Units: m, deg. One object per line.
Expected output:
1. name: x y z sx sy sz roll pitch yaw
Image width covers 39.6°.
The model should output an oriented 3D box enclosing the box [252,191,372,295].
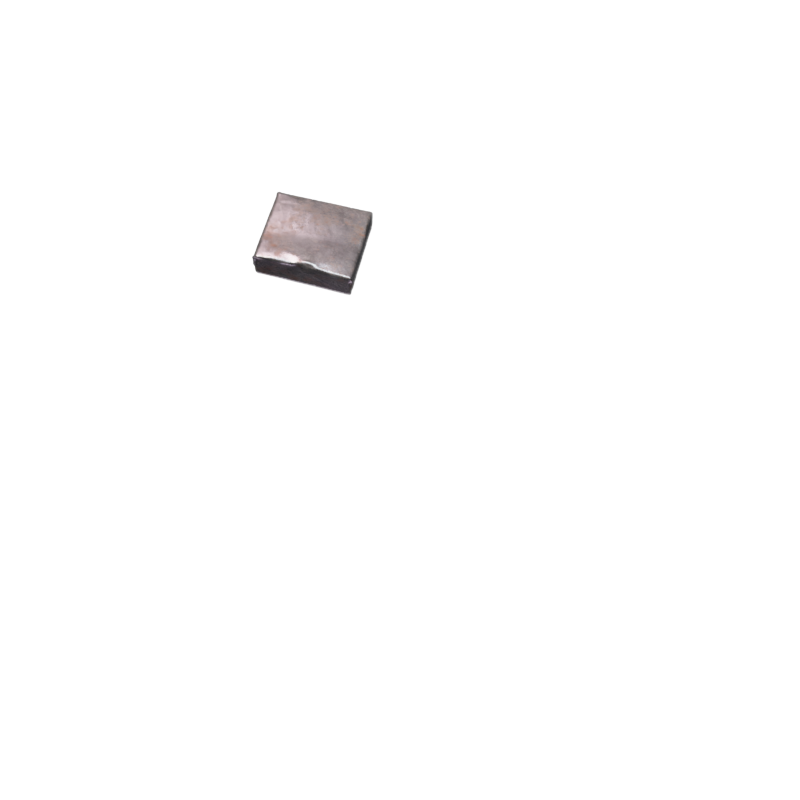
1. box: -0.076 -0.138 0.965 0.091 0.077 0.028 13 -31 8
